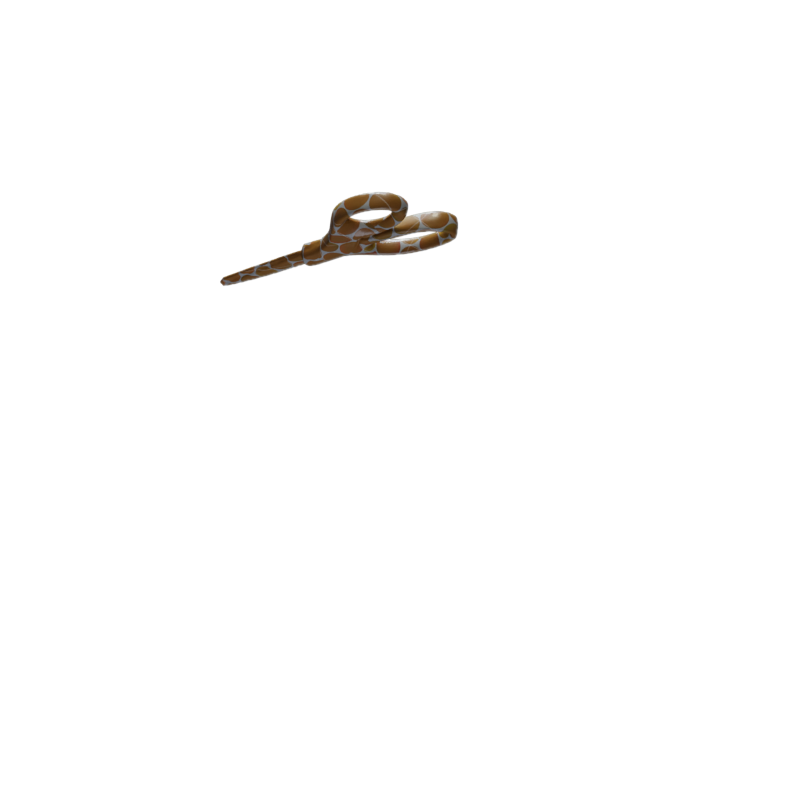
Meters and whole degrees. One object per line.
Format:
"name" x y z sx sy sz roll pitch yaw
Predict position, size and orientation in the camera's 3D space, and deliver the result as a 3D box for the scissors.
"scissors" -0.061 -0.111 0.778 0.206 0.016 0.090 -7 -17 23
